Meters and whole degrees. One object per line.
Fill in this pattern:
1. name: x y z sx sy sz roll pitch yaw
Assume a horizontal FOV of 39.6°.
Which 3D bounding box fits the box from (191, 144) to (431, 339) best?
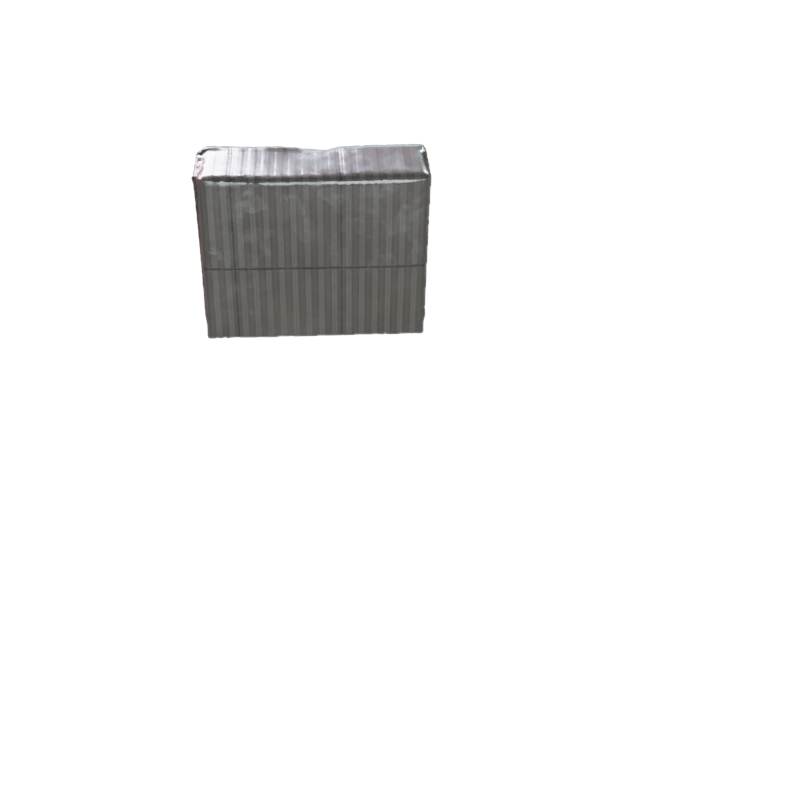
1. box: -0.034 -0.062 0.435 0.089 0.068 0.032 0 35 0
